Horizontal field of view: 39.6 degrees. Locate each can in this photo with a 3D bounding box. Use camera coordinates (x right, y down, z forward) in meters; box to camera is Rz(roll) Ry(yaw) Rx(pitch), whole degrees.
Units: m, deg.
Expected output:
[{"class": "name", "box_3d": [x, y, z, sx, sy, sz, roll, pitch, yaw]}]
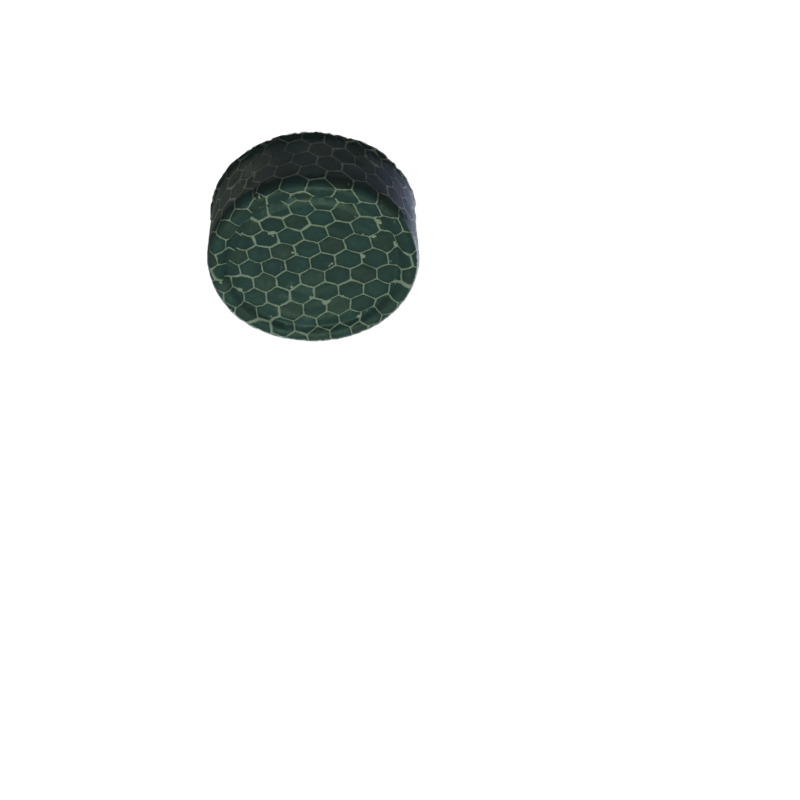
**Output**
[{"class": "can", "box_3d": [-0.035, -0.064, 0.449, 0.086, 0.080, 0.036, 1, 43, -1]}]
